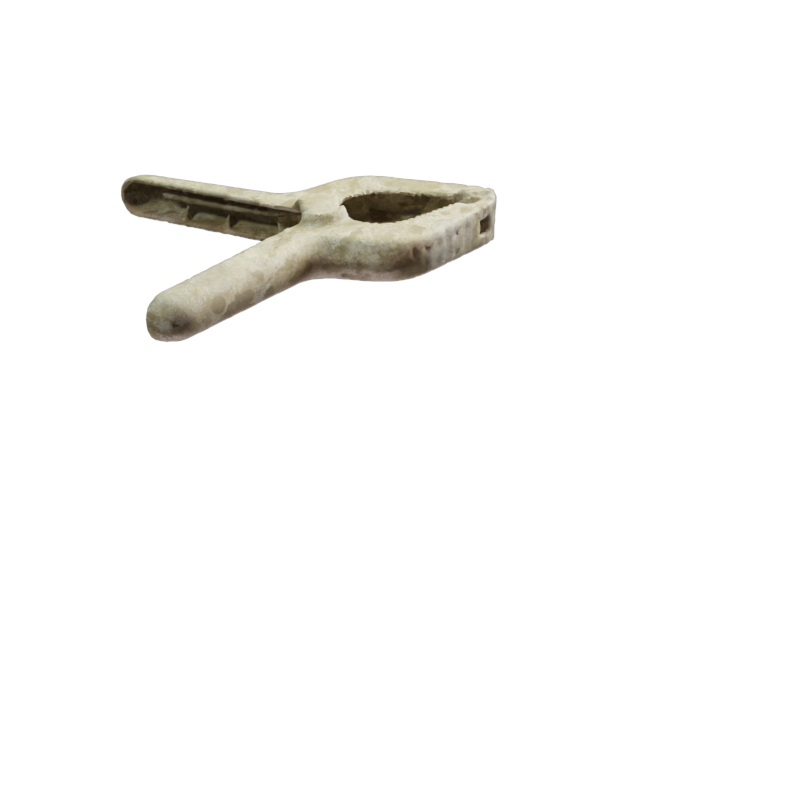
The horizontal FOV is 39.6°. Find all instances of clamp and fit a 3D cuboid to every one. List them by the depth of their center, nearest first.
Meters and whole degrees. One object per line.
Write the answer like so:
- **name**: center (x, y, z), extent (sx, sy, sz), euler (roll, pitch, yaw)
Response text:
- **clamp**: center (-0.046, -0.085, 0.594), extent (0.208, 0.034, 0.176), euler (-4, 34, -7)
